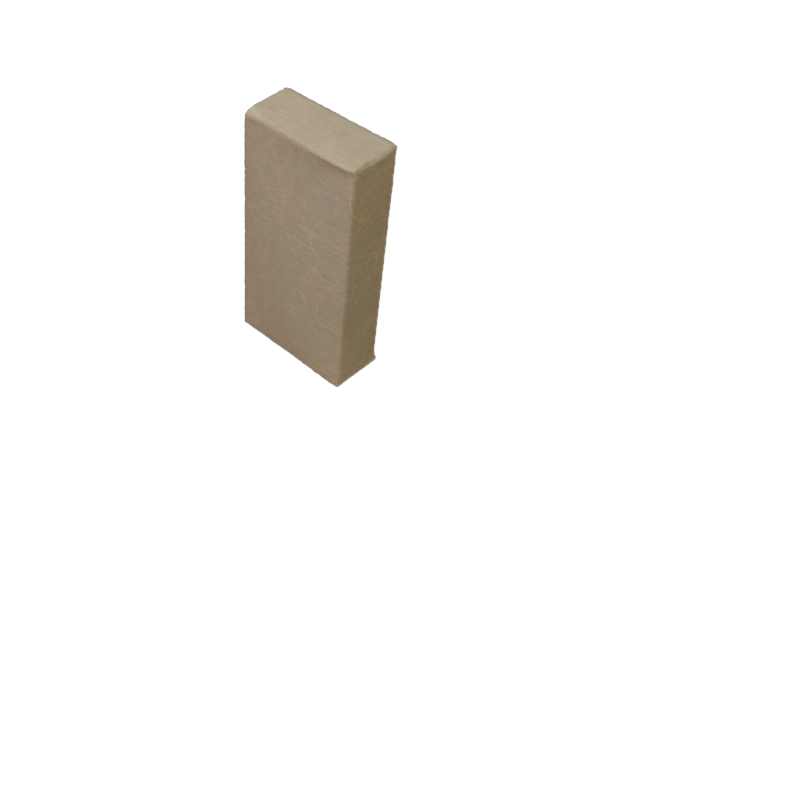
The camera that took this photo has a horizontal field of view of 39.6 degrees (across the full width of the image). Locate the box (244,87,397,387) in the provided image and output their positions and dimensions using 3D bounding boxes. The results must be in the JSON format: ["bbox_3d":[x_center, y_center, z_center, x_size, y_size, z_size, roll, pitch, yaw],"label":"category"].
[{"bbox_3d":[-0.056,-0.101,0.706,0.099,0.164,0.048,34,52,28],"label":"box"}]
